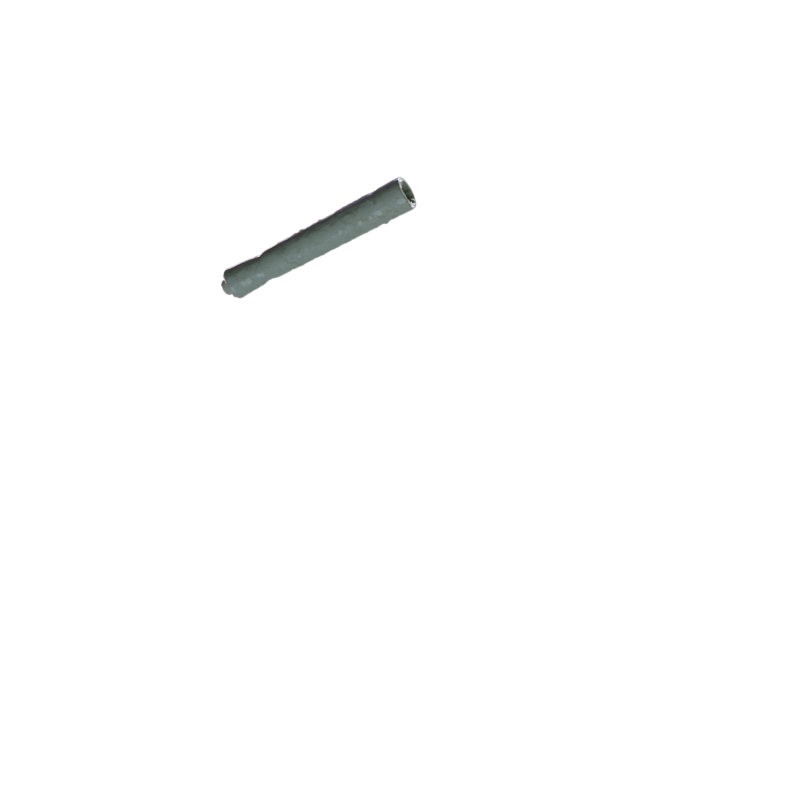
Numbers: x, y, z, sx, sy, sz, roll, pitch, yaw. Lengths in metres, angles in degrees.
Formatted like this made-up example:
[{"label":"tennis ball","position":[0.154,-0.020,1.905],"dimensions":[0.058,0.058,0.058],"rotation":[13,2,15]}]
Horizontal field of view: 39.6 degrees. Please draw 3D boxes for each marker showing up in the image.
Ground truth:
[{"label":"marker","position":[-0.047,-0.086,0.604],"dimensions":[0.121,0.020,0.019],"rotation":[-24,-6,22]}]
